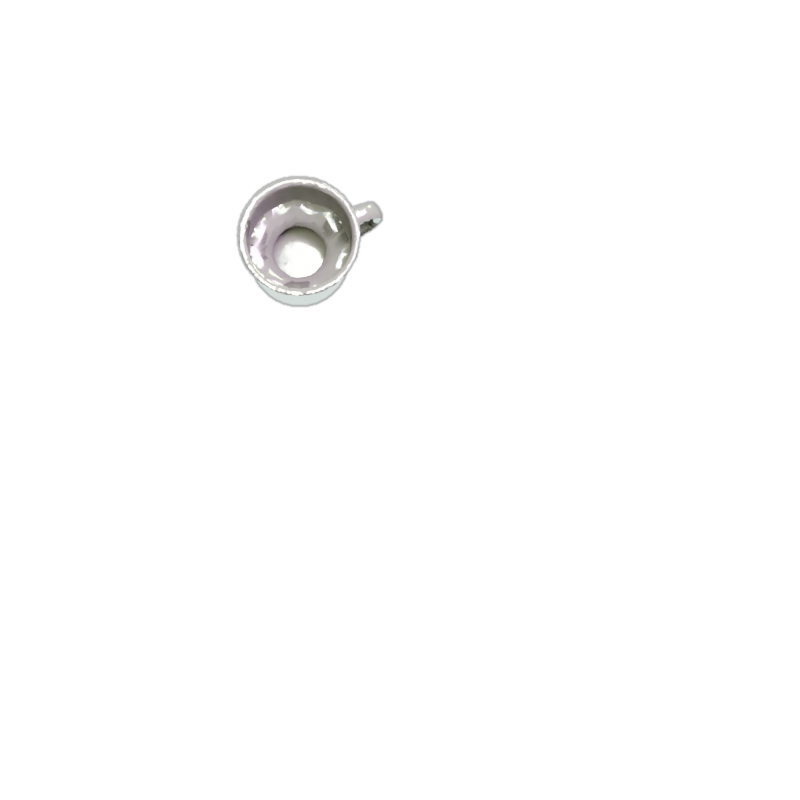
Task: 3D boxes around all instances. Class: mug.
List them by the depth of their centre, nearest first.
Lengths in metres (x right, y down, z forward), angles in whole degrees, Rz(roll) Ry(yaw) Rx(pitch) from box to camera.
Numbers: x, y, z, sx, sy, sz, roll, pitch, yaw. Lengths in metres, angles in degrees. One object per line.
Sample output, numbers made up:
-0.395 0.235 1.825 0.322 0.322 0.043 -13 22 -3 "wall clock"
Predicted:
-0.069 -0.125 0.879 0.117 0.096 0.079 -27 -9 -7 "mug"
